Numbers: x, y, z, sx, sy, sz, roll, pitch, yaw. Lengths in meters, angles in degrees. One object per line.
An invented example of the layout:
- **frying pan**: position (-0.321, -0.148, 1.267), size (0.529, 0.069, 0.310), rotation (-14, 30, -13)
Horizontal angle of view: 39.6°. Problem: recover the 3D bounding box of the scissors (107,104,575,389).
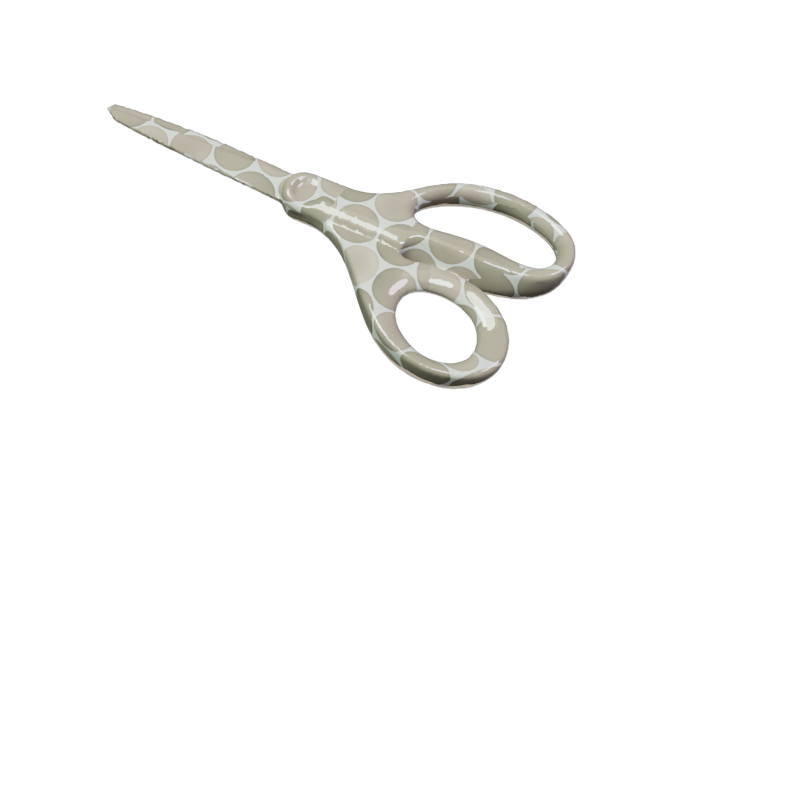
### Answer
- **scissors**: position (-0.034, -0.063, 0.438), size (0.204, 0.101, 0.015), rotation (12, -29, 7)
